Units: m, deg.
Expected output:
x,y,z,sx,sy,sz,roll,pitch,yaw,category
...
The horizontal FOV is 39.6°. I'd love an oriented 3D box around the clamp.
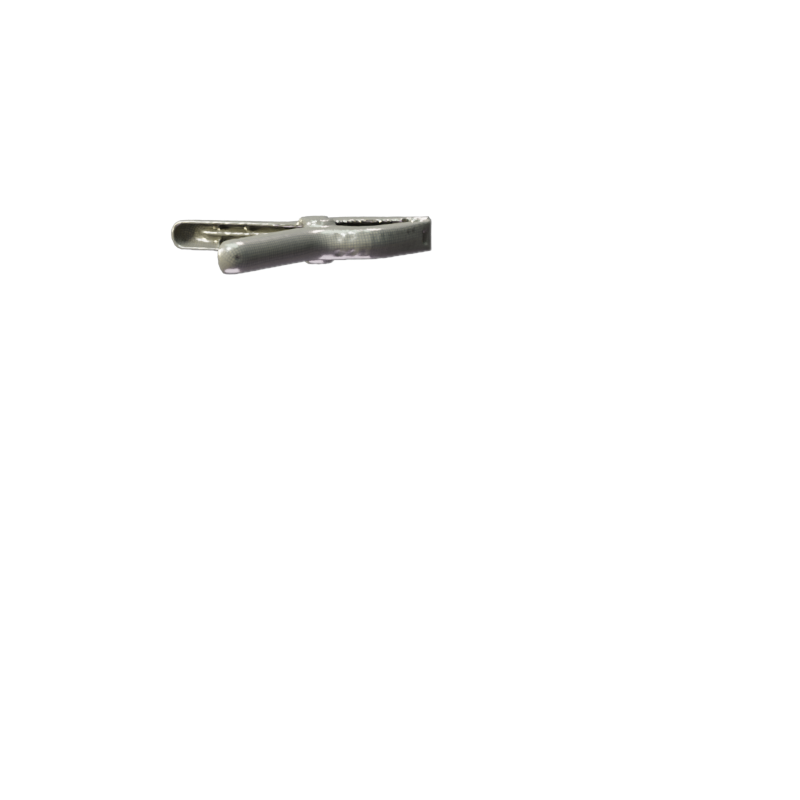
x,y,z,sx,sy,sz,roll,pitch,yaw,category
-0.069,-0.125,0.877,0.206,0.035,0.172,-4,16,-14,clamp
